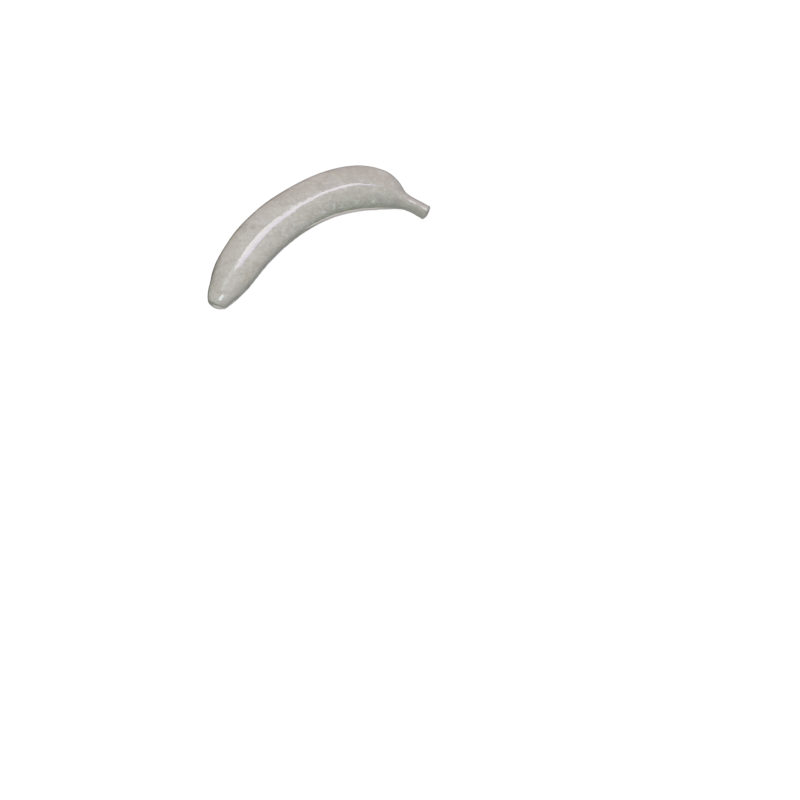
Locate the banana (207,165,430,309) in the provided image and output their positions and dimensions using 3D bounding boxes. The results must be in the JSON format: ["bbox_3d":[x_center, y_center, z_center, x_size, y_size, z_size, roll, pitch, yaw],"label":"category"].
[{"bbox_3d":[-0.074,-0.140,0.875,0.197,0.074,0.034,-27,-28,-17],"label":"banana"}]
